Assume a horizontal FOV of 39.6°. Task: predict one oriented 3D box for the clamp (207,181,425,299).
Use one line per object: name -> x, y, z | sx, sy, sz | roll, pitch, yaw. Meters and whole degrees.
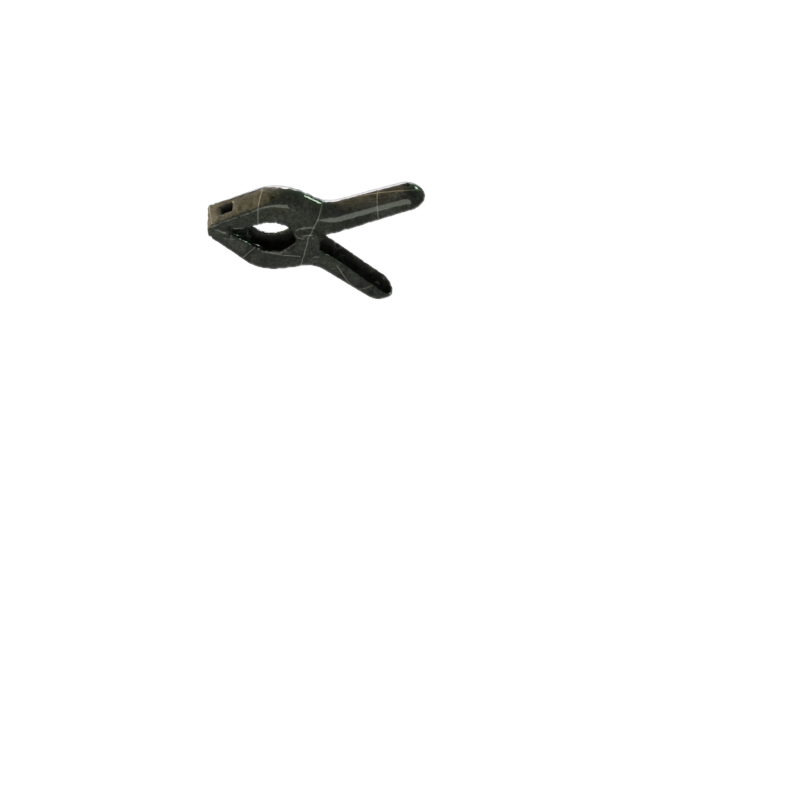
clamp -> -0.071, -0.129, 0.901 | 0.171, 0.112, 0.042 | 2, 40, -2
